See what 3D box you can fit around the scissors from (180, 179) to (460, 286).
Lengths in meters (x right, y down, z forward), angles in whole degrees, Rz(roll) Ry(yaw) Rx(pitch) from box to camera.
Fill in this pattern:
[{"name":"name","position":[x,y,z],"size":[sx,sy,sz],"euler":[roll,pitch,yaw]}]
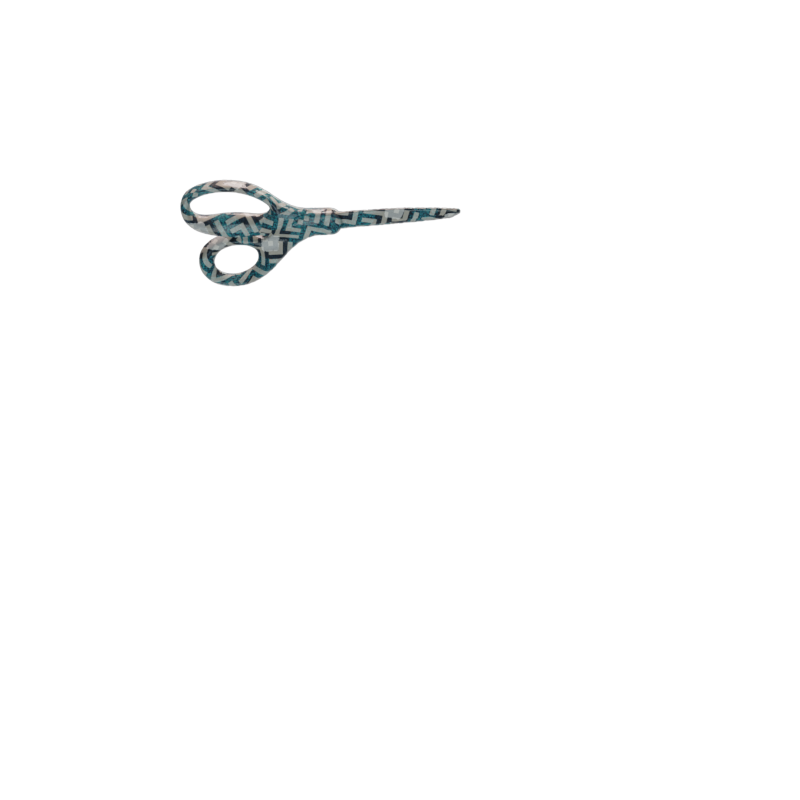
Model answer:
[{"name":"scissors","position":[-0.064,-0.118,0.824],"size":[0.199,0.091,0.017],"euler":[9,36,-6]}]
